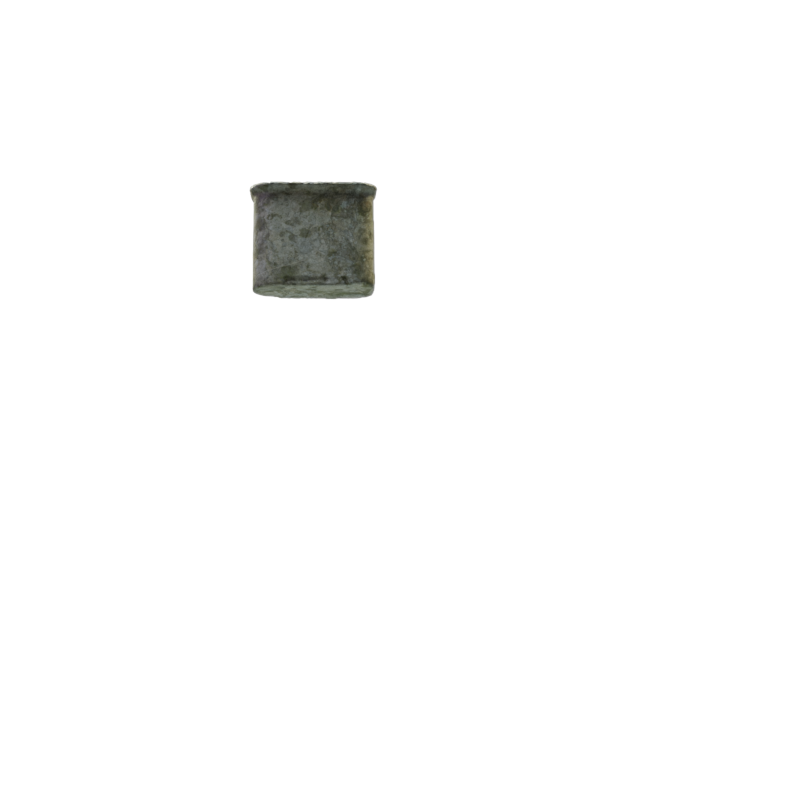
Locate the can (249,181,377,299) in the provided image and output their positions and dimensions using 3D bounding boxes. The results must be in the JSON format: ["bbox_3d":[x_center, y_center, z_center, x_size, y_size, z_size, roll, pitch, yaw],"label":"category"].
[{"bbox_3d":[-0.069,-0.127,0.886,0.102,0.086,0.056,0,-11,-2],"label":"can"}]
